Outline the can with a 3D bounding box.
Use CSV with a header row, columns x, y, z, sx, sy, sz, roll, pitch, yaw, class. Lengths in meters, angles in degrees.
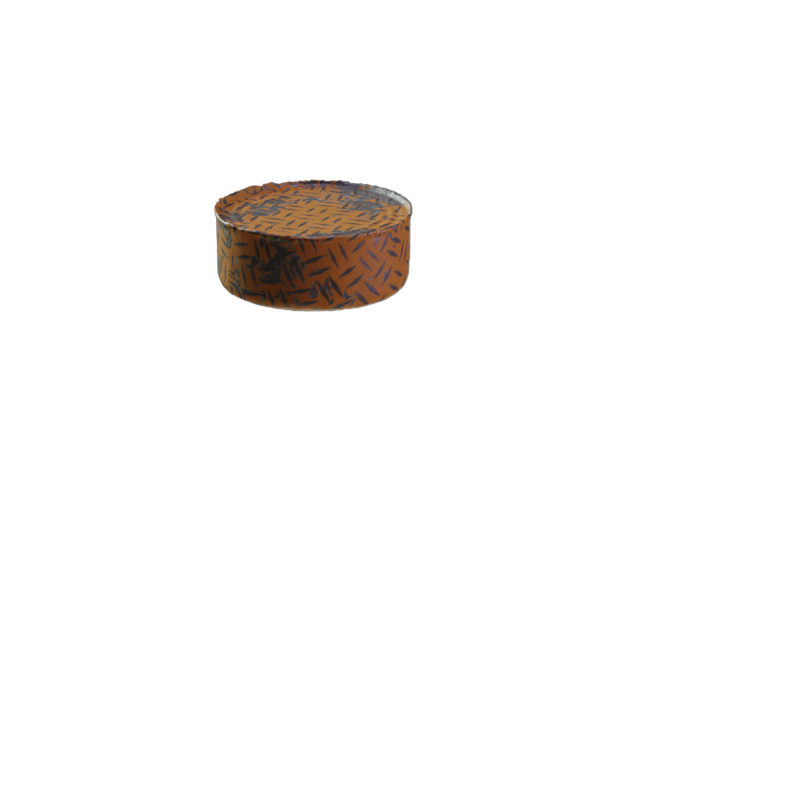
x,y,z,sx,sy,sz,roll,pitch,yaw,class
-0.038,-0.069,0.483,0.086,0.032,0.090,-1,25,-2,can
